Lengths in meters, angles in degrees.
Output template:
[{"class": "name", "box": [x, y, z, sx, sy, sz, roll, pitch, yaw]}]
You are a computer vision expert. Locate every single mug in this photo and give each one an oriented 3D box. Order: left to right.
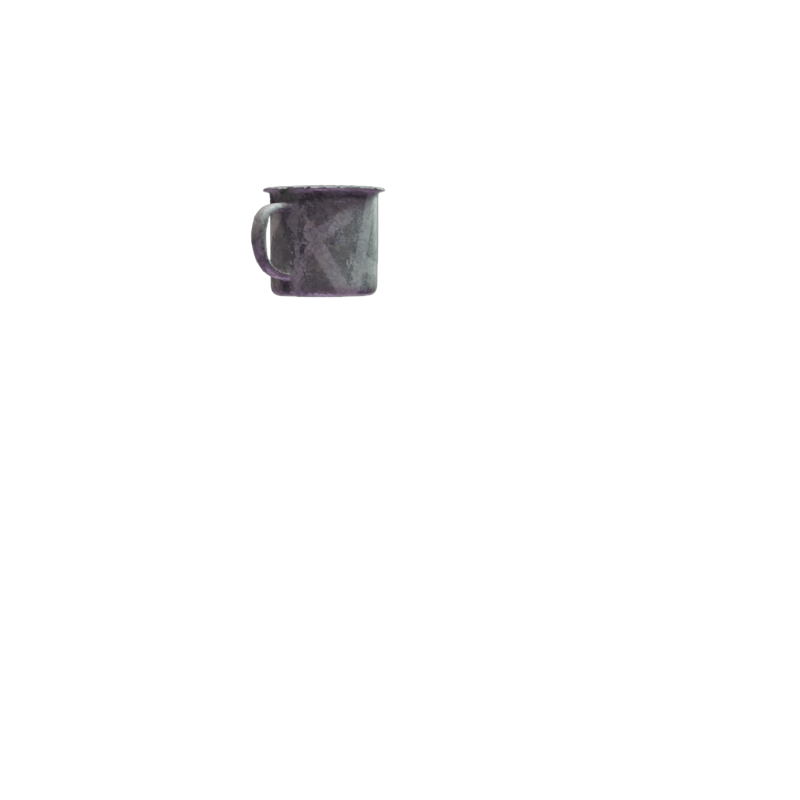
[{"class": "mug", "box": [-0.065, -0.119, 0.834, 0.097, 0.081, 0.113, 4, 6, 40]}]
